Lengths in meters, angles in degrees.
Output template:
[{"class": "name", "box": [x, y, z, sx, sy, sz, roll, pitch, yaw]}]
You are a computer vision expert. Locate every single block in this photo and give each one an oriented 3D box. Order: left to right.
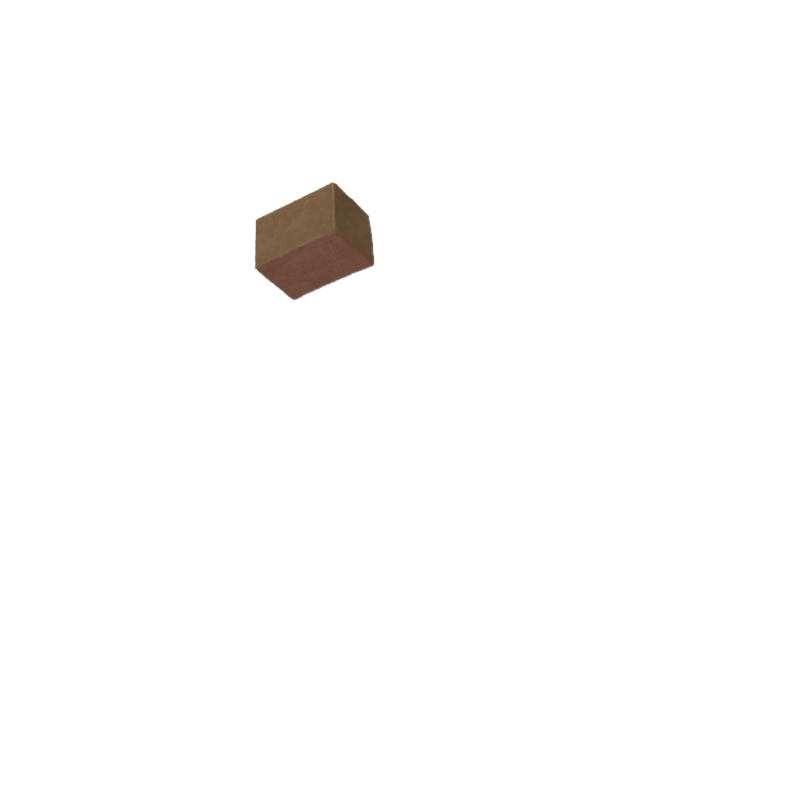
[{"class": "block", "box": [-0.067, -0.122, 0.853, 0.078, 0.055, 0.049, -21, -39, 26]}]
